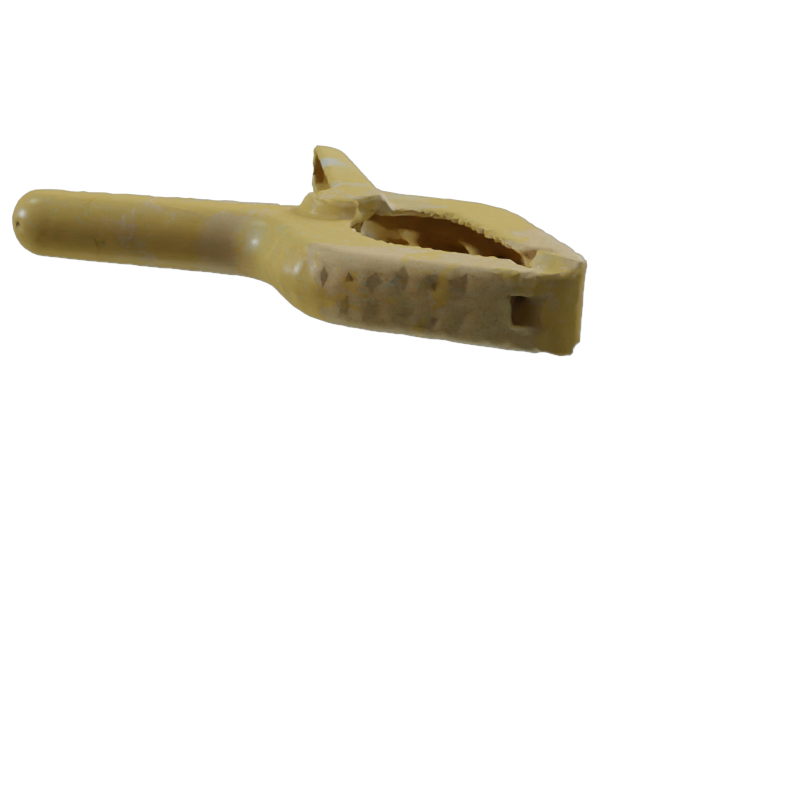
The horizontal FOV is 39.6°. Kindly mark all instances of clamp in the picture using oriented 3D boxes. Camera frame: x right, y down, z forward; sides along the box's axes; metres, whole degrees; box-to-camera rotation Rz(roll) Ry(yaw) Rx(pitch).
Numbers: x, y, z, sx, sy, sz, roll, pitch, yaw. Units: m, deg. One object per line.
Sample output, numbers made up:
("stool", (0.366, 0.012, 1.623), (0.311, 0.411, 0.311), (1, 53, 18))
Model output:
("clamp", (-0.031, -0.057, 0.398), (0.161, 0.035, 0.224), (-17, 28, -34))
